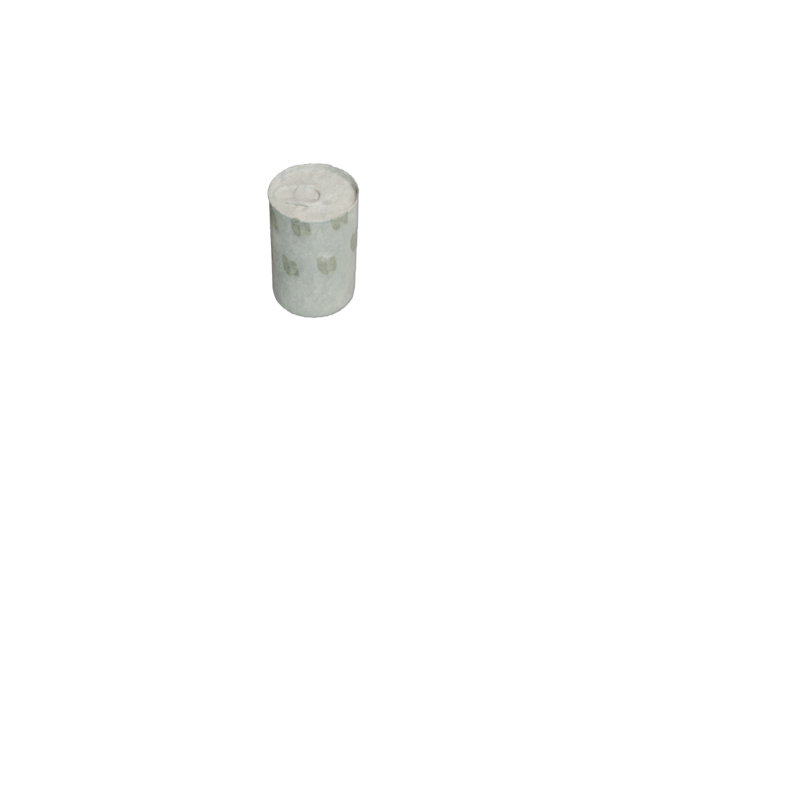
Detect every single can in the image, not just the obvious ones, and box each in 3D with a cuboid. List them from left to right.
[{"bbox_3d":[-0.067,-0.122,0.852,0.068,0.074,0.095,0,-44,-3],"label":"can"}]
